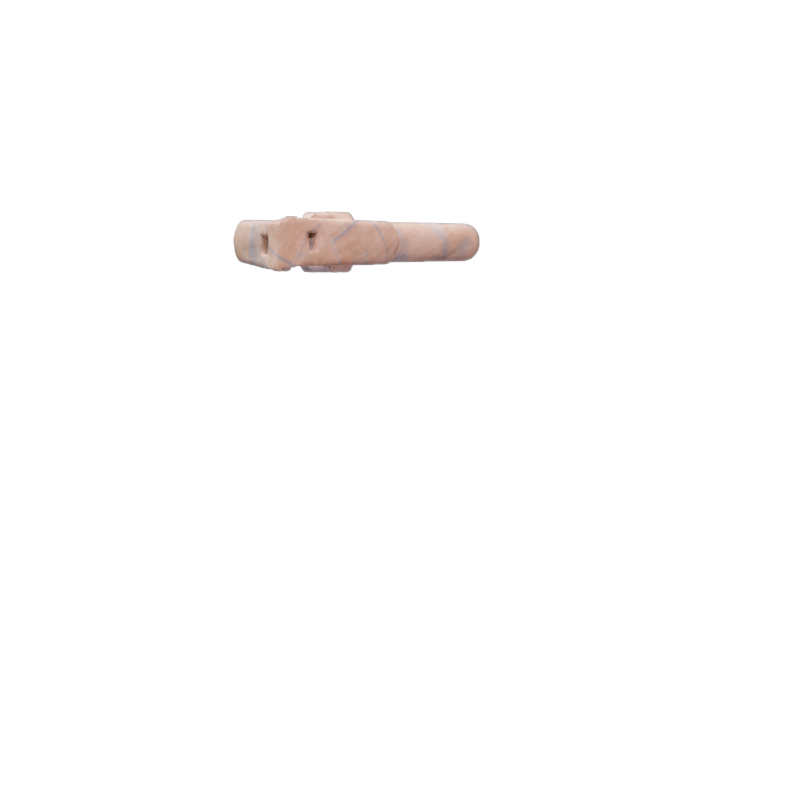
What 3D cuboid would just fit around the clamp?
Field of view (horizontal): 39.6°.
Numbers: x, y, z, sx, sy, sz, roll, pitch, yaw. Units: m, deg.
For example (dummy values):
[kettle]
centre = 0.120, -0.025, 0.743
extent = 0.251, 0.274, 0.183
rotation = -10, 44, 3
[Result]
[clamp]
centre = -0.053, -0.096, 0.671
extent = 0.169, 0.036, 0.207
rotation = 3, 9, 18
